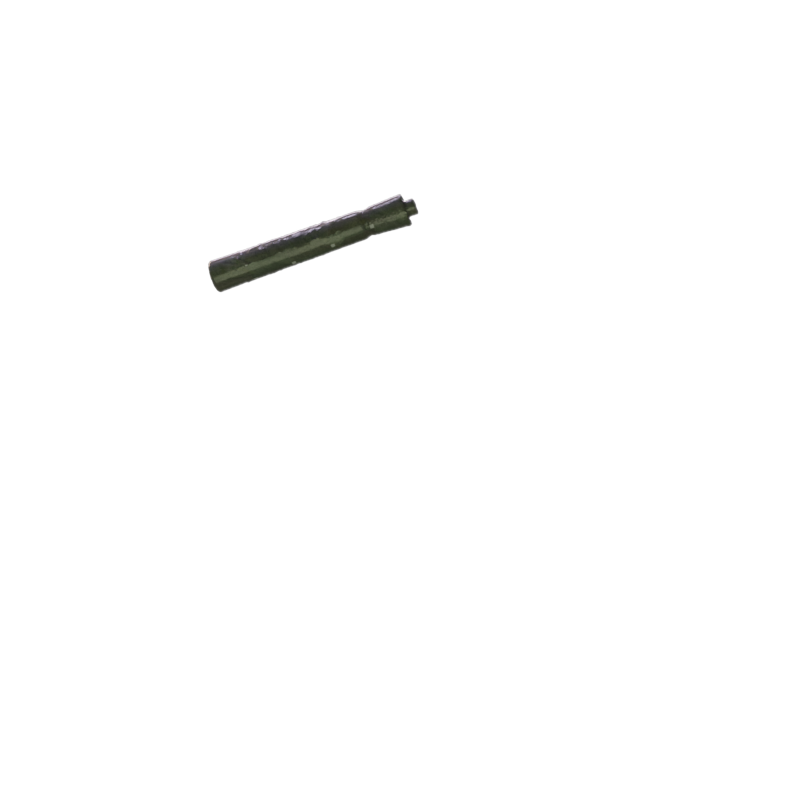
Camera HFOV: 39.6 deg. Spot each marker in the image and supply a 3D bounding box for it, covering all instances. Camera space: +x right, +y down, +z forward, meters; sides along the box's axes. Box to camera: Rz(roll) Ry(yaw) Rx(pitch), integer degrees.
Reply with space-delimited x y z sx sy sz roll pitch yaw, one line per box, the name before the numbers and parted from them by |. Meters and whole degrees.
marker | -0.048 -0.088 0.619 0.121 0.020 0.020 -18 2 9
